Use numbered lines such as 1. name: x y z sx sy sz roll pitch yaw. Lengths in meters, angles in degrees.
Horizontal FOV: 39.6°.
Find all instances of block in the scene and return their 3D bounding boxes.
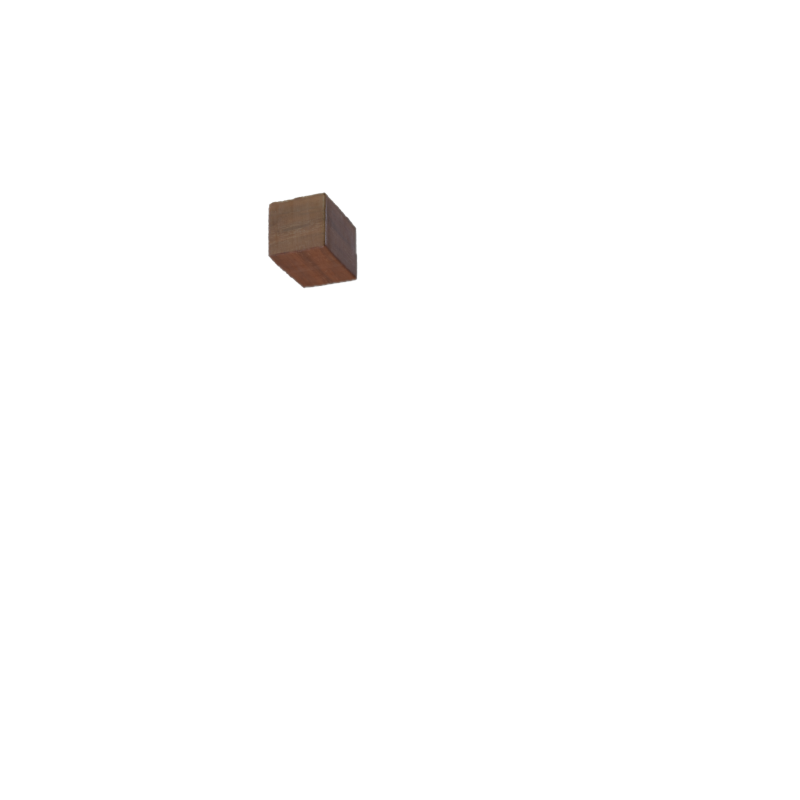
1. block: -0.074 -0.135 0.946 0.054 0.054 0.073 -8 -21 18
